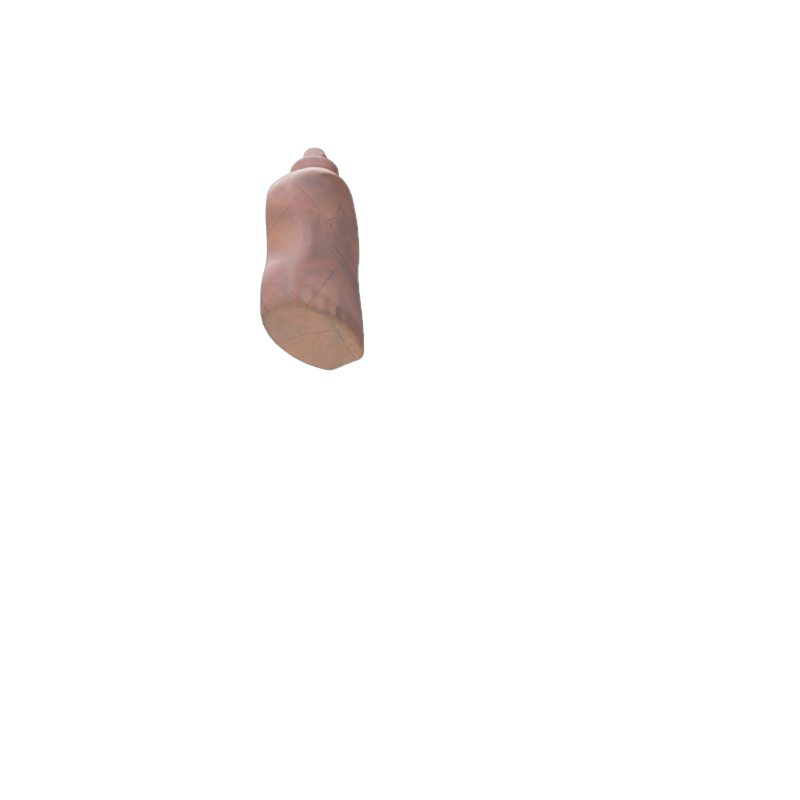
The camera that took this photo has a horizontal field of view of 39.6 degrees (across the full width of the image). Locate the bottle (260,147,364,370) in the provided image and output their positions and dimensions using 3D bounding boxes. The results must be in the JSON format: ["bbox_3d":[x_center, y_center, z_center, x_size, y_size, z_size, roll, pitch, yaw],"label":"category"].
[{"bbox_3d":[-0.068,-0.126,0.880,0.059,0.205,0.089,-25,-42,27],"label":"bottle"}]
